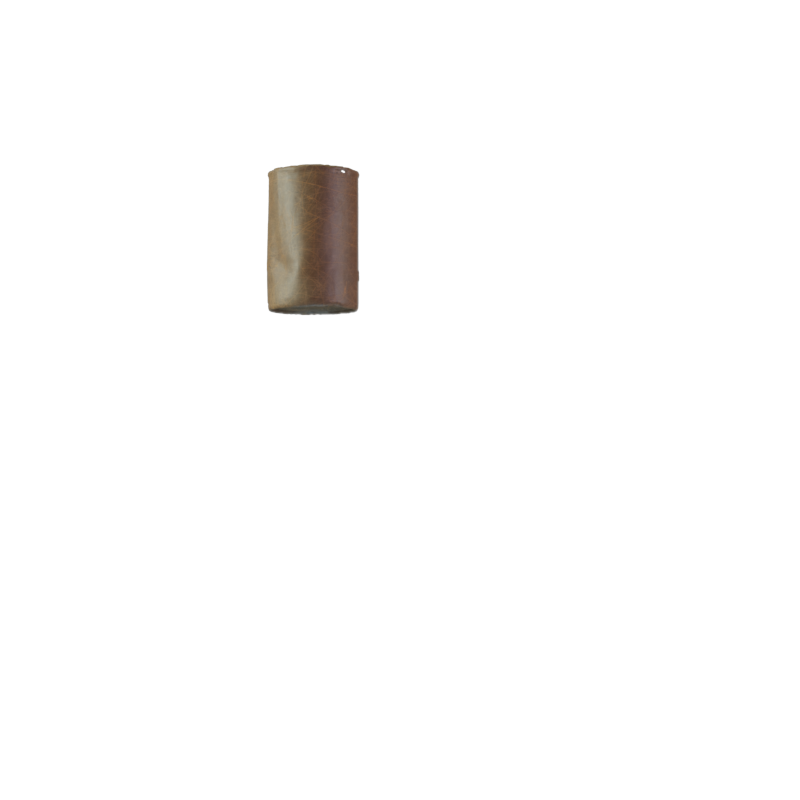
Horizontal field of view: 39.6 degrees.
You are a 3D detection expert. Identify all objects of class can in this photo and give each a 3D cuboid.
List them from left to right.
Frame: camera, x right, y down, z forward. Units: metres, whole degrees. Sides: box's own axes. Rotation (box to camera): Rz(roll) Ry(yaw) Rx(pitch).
[{"bbox_3d":[-0.064,-0.116,0.812,0.068,0.104,0.067,0,-6,-2],"label":"can"}]
